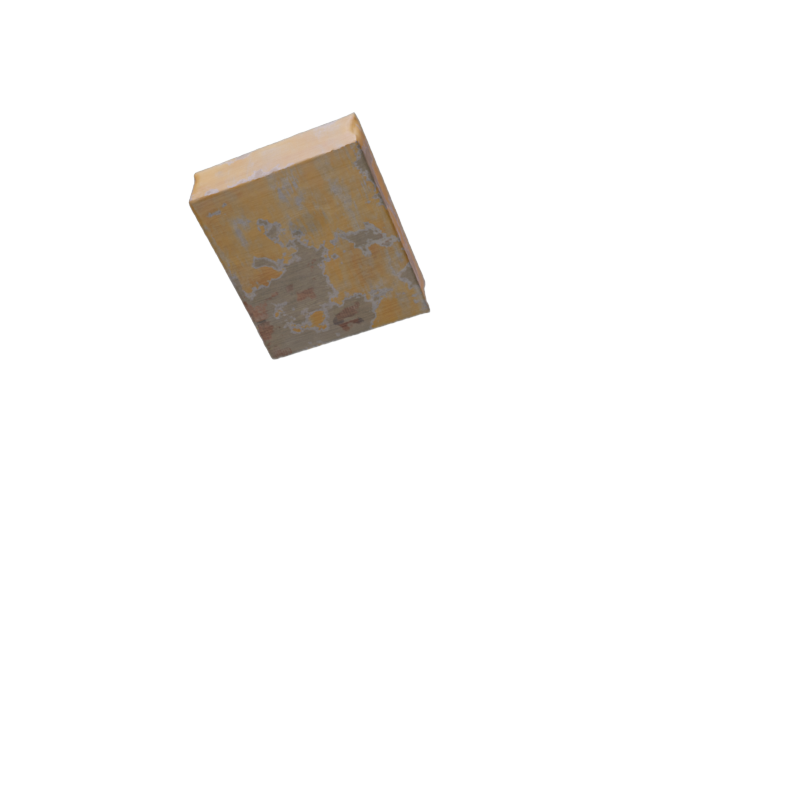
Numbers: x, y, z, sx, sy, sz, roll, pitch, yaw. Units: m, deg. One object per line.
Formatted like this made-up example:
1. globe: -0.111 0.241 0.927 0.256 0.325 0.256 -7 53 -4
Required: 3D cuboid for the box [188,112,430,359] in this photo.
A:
1. box: -0.036 -0.066 0.464 0.073 0.083 0.032 -18 32 11
